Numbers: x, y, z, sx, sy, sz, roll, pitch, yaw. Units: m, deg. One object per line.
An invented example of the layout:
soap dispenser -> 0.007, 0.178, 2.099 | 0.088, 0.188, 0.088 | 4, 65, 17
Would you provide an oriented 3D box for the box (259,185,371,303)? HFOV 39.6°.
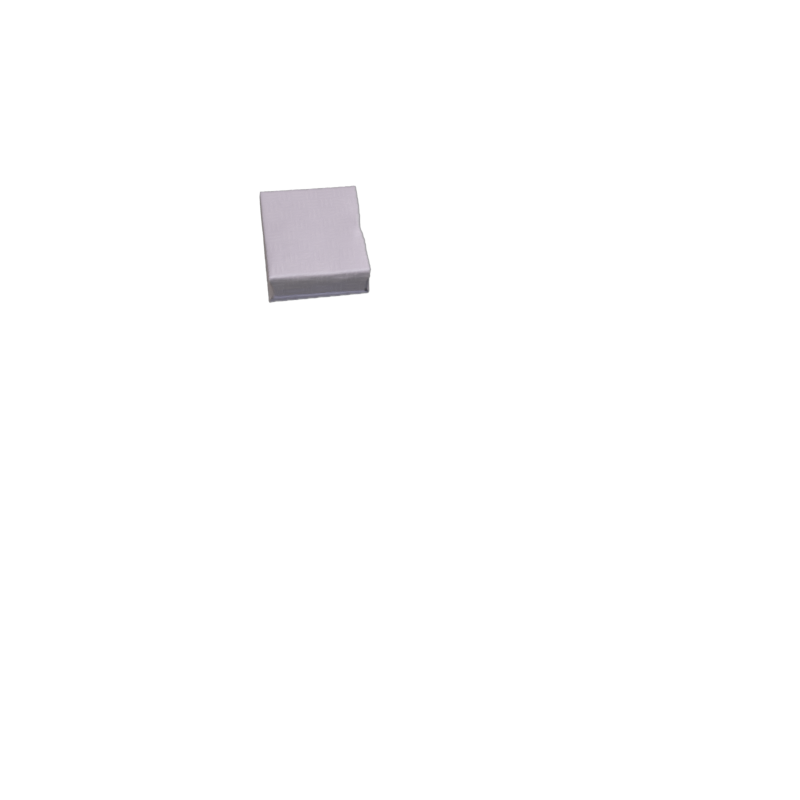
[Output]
box -> -0.063, -0.115, 0.807 | 0.073, 0.096, 0.028 | -5, -39, -5
